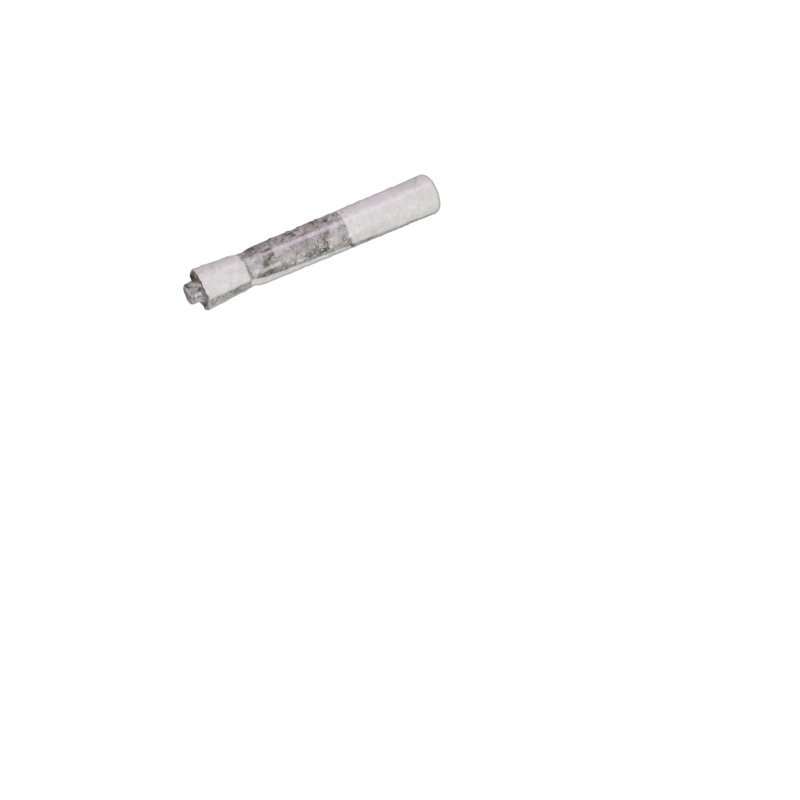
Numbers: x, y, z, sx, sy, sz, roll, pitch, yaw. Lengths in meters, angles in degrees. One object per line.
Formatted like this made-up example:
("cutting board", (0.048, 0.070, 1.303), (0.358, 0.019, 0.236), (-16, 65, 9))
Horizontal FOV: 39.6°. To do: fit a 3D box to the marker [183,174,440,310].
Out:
("marker", (-0.038, -0.069, 0.481), (0.120, 0.019, 0.020), (-26, 13, -19))
